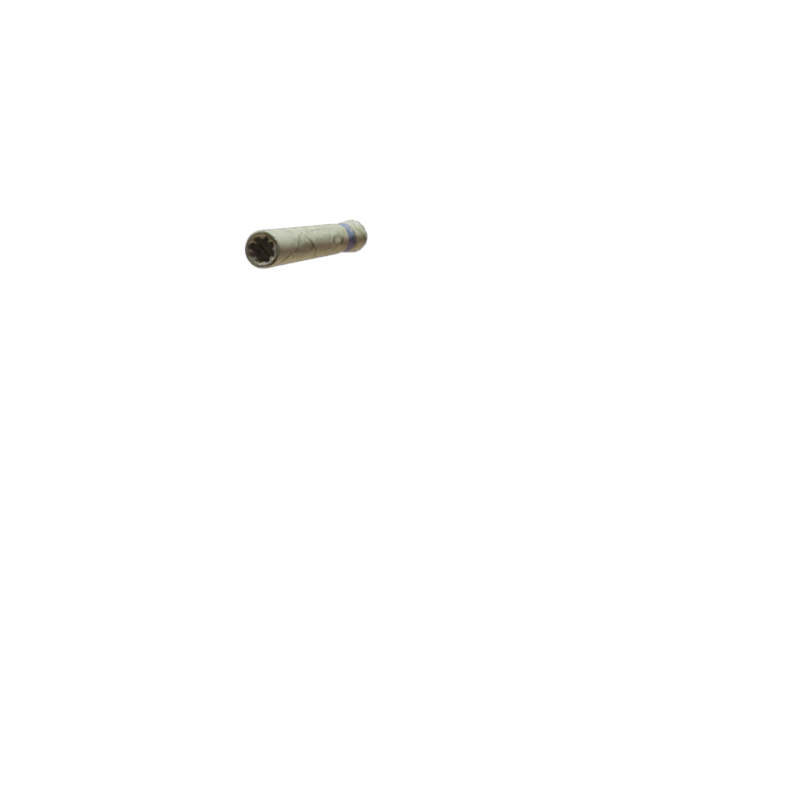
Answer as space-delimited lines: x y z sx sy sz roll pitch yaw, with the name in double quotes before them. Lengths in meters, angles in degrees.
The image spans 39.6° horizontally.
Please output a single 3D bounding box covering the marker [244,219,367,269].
"marker" -0.046 -0.083 0.582 0.020 0.019 0.120 1 11 20
